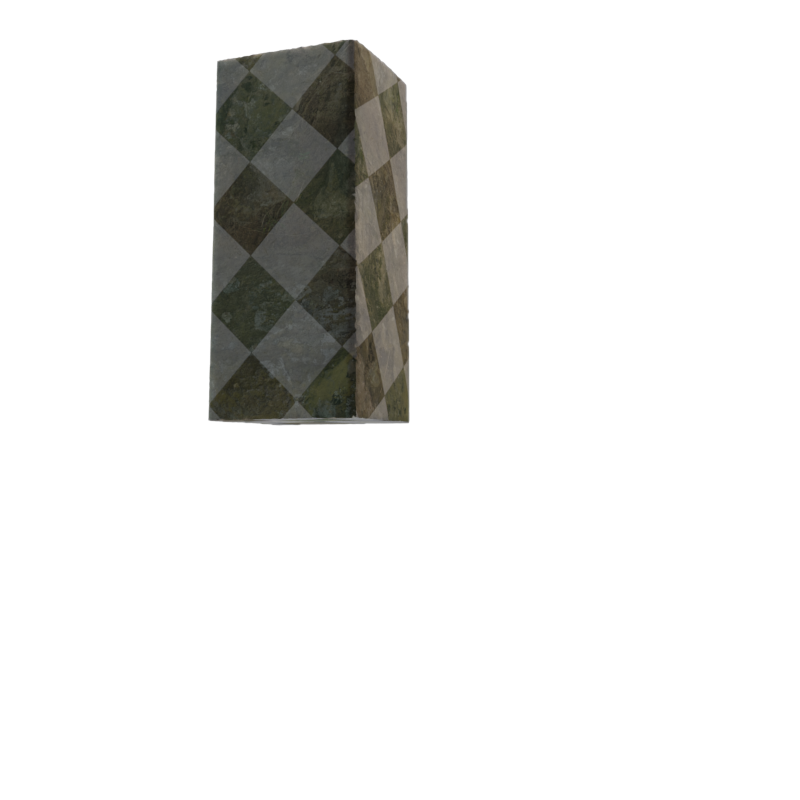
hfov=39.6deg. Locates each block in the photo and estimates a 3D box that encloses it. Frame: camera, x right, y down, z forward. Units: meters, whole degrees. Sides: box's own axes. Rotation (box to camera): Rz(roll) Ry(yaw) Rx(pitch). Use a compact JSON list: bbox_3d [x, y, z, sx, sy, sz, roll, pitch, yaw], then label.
[{"bbox_3d":[-0.050,-0.092,0.642,0.093,0.212,0.086,-5,-10,22],"label":"block"}]
